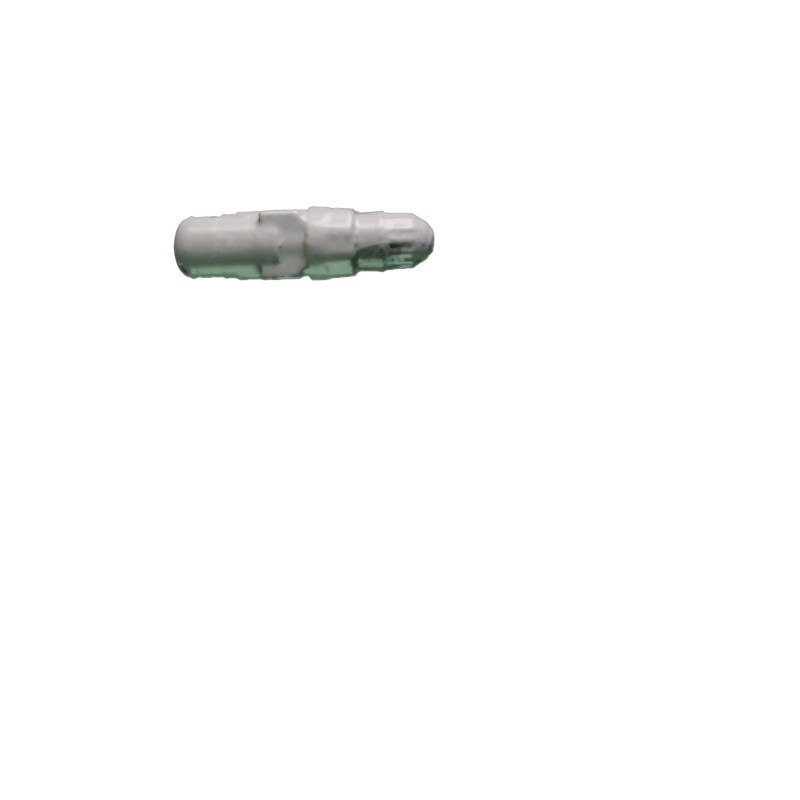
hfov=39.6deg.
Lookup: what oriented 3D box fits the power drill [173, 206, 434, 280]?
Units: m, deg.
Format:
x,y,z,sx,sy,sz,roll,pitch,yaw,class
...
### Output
x,y,z,sx,sy,sz,roll,pitch,yaw,class
-0.067,-0.122,0.852,0.186,0.057,0.188,0,7,4,power drill
